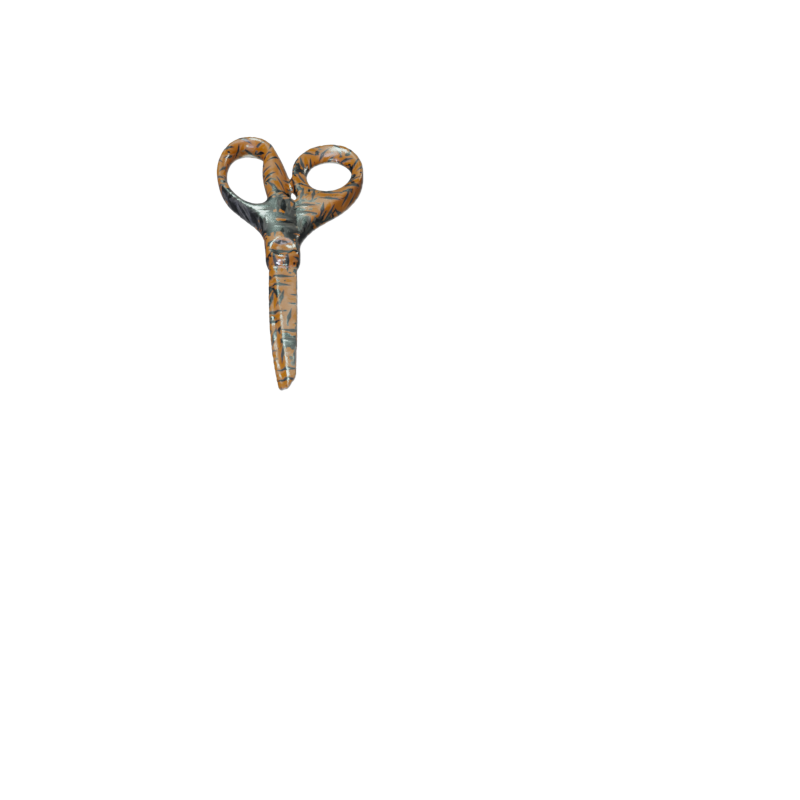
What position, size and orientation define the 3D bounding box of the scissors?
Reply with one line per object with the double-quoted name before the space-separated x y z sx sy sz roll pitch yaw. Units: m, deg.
"scissors" -0.048 -0.088 0.618 0.095 0.015 0.219 -14 47 -13
